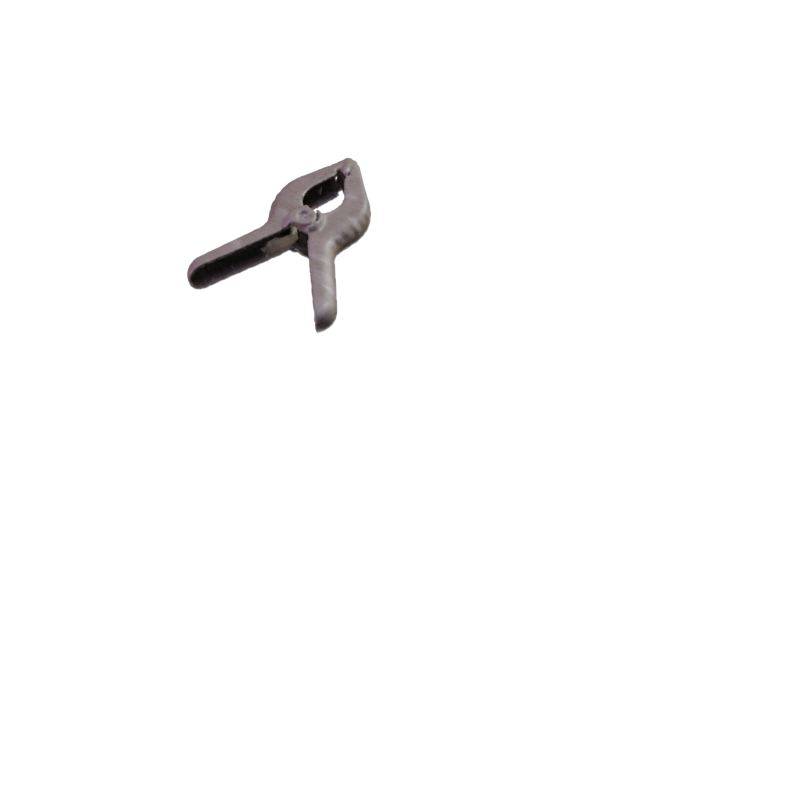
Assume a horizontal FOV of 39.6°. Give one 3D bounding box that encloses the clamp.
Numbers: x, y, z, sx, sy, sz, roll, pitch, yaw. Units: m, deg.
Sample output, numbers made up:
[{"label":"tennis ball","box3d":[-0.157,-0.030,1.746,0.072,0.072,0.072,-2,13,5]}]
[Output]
[{"label":"clamp","box3d":[-0.066,-0.121,0.845,0.126,0.175,0.037,29,-33,20]}]
